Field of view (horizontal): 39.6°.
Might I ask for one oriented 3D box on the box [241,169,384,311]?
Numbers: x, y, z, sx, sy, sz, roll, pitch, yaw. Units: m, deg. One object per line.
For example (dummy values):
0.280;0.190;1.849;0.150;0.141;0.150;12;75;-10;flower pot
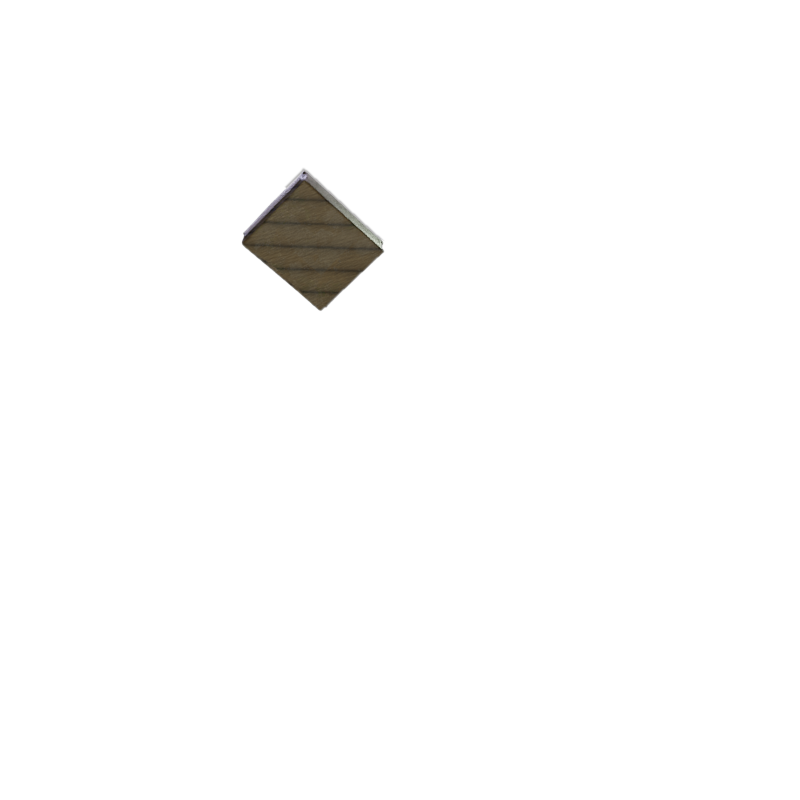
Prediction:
-0.069;-0.125;0.878;0.086;0.072;0.032;41;17;-16;box
